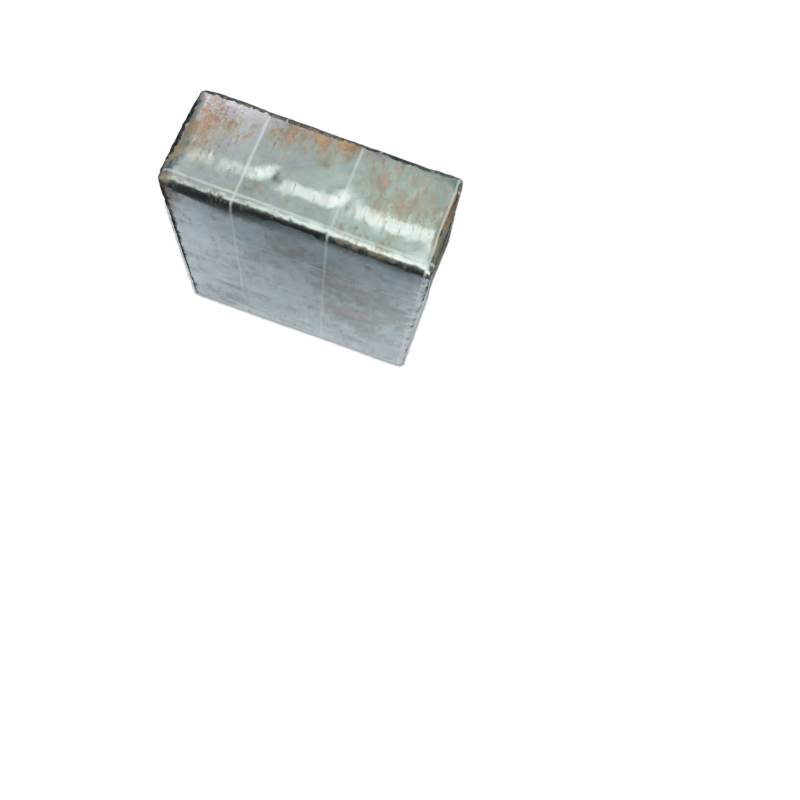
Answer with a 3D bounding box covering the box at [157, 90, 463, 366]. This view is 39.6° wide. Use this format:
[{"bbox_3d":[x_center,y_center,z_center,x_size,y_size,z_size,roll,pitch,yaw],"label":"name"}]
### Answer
[{"bbox_3d":[-0.056,-0.102,0.716,0.166,0.074,0.206,21,-14,3],"label":"box"}]
